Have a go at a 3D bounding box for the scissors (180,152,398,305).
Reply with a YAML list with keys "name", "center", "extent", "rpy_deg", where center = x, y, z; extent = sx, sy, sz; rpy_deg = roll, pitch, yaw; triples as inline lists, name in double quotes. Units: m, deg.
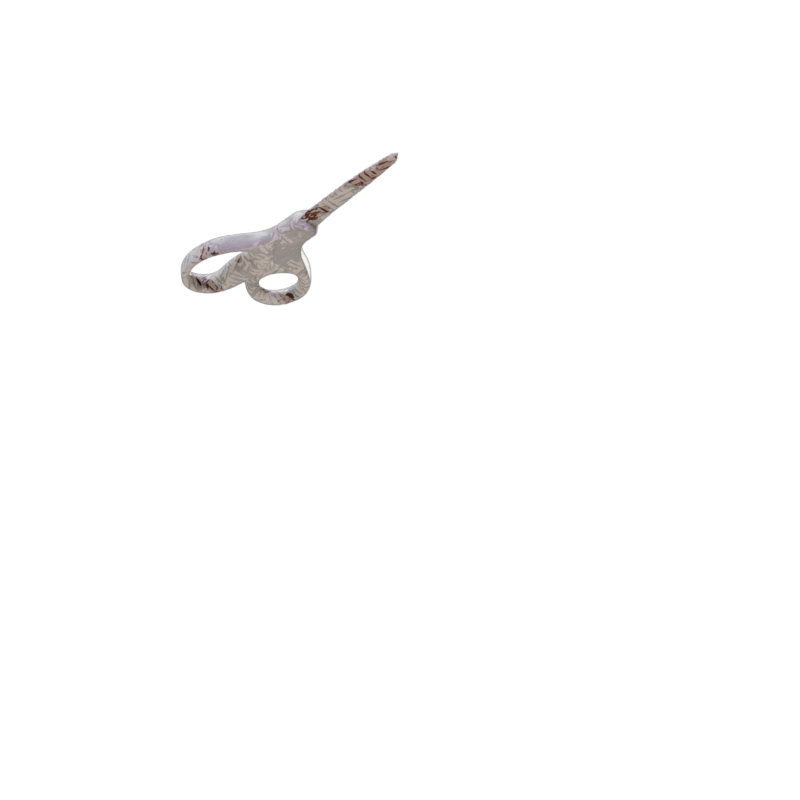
- name: "scissors"
  center: [-0.056, -0.102, 0.712]
  extent: [0.204, 0.017, 0.090]
  rpy_deg: [-17, -28, 34]
